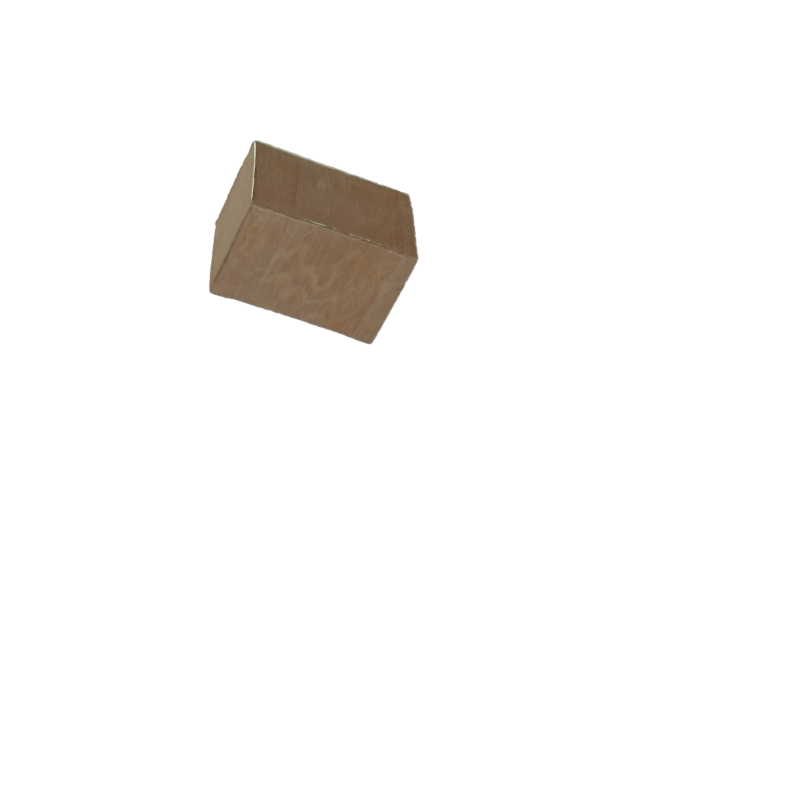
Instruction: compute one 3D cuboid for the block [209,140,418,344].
[{"bbox_3d":[-0.038,-0.069,0.486,0.076,0.051,0.055,18,37,-16],"label":"block"}]
